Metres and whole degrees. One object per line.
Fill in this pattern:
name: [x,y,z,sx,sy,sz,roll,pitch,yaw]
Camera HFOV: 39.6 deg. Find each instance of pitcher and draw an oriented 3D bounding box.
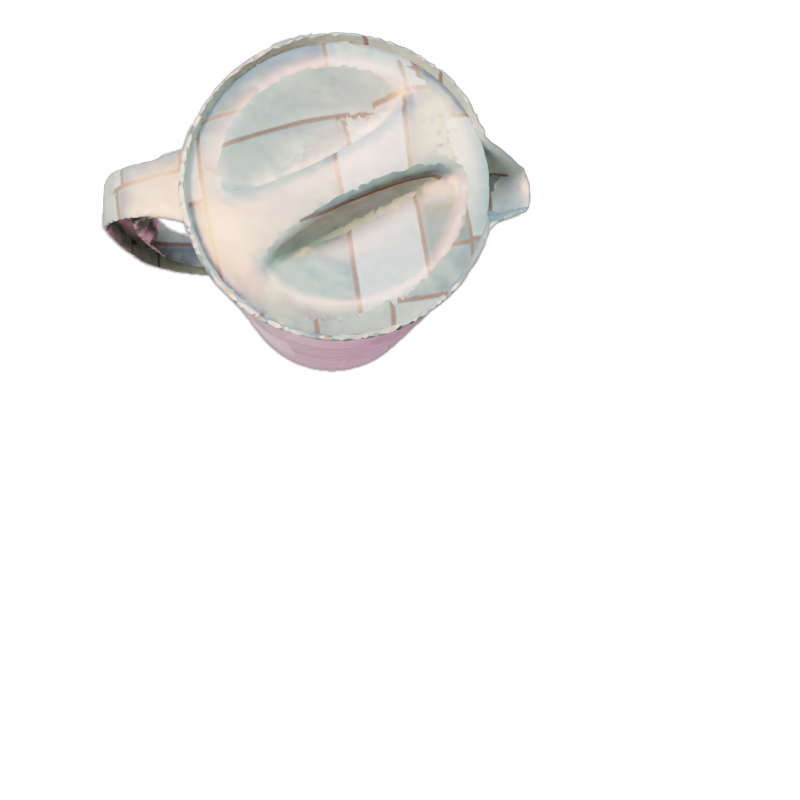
pitcher: [-0.045,-0.082,0.572,0.152,0.146,0.238,43,-8,3]
